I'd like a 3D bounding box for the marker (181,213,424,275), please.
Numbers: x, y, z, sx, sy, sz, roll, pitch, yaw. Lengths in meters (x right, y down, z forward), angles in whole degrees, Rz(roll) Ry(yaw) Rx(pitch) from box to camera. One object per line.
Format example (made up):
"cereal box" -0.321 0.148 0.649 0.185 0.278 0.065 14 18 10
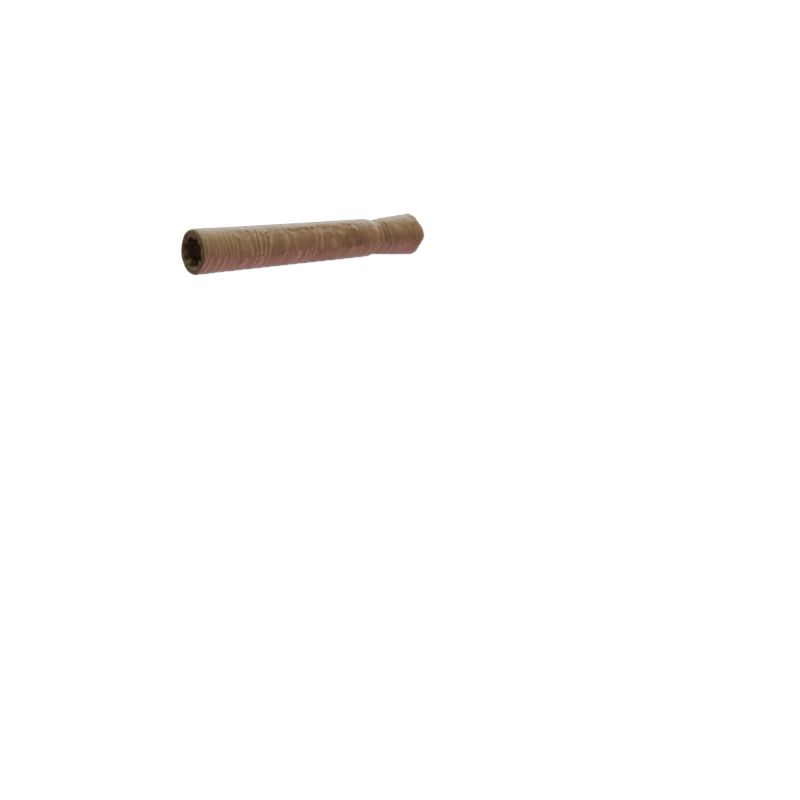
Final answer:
"marker" -0.038 -0.069 0.480 0.118 0.019 0.021 -11 10 -37
